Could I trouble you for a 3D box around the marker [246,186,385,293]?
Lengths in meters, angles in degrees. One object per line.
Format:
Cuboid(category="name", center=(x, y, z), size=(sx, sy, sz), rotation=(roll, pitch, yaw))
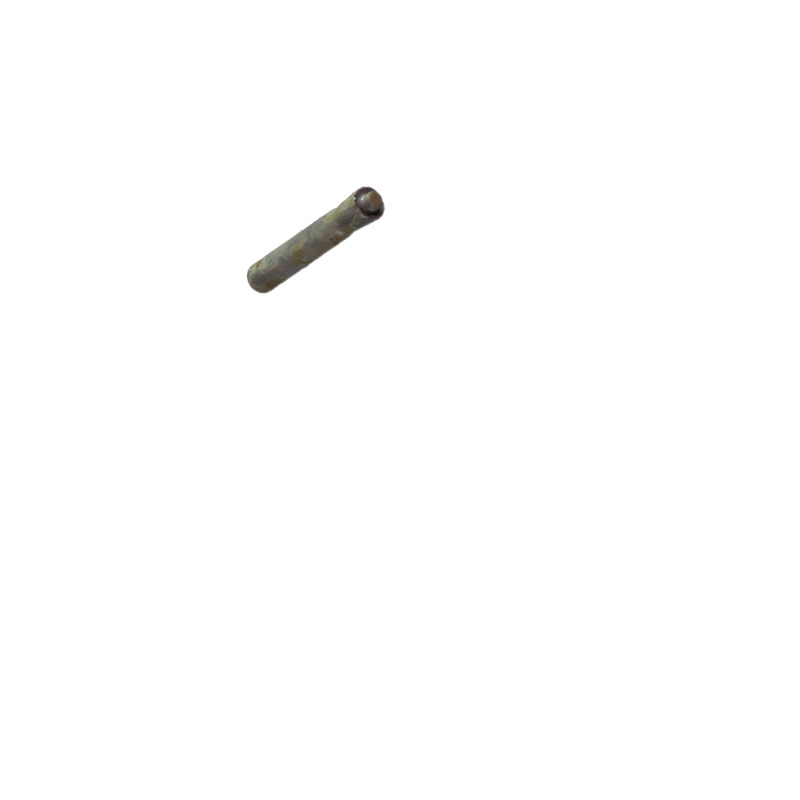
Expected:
Cuboid(category="marker", center=(-0.047, -0.086, 0.600), size=(0.019, 0.020, 0.121), rotation=(-2, -13, -37))
